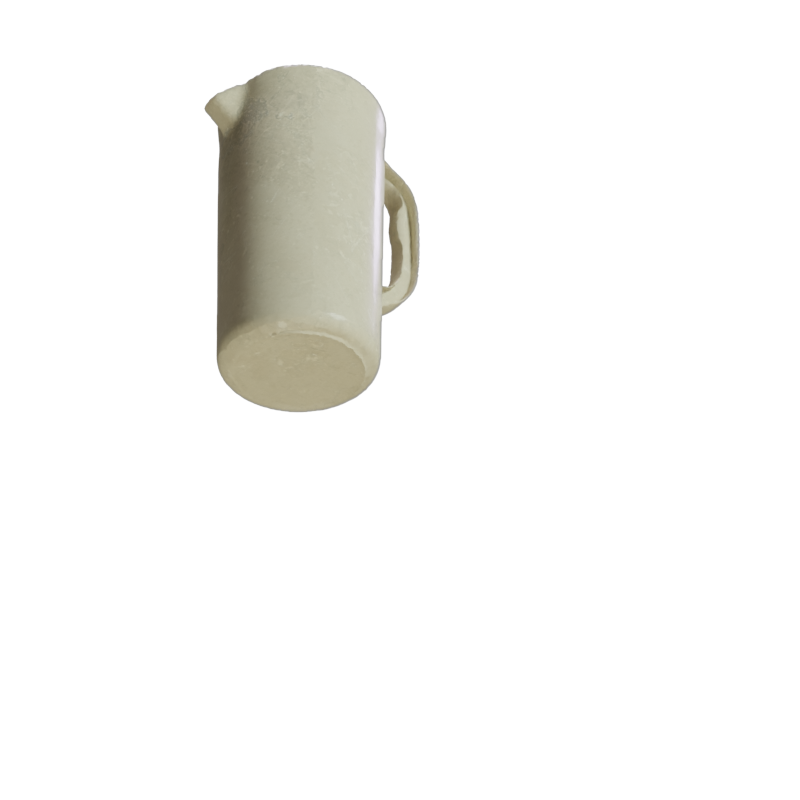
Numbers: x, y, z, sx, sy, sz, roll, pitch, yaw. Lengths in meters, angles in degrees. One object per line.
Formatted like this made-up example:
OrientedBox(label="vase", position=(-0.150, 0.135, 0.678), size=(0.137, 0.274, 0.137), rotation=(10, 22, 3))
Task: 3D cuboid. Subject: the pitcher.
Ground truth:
OrientedBox(label="pitcher", position=(-0.063, -0.115, 0.804), size=(0.150, 0.261, 0.134), rotation=(-7, -39, 5))
